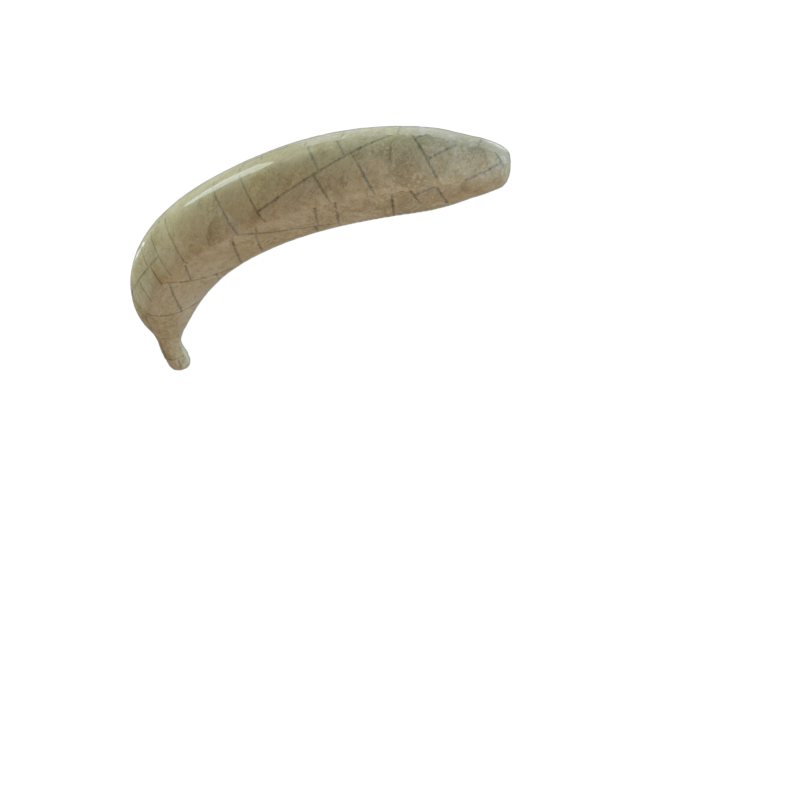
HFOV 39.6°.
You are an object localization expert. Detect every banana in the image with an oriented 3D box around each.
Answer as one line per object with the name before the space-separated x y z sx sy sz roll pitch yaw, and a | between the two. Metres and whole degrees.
banana | -0.052 -0.073 0.462 0.198 0.039 0.065 -24 -39 33
